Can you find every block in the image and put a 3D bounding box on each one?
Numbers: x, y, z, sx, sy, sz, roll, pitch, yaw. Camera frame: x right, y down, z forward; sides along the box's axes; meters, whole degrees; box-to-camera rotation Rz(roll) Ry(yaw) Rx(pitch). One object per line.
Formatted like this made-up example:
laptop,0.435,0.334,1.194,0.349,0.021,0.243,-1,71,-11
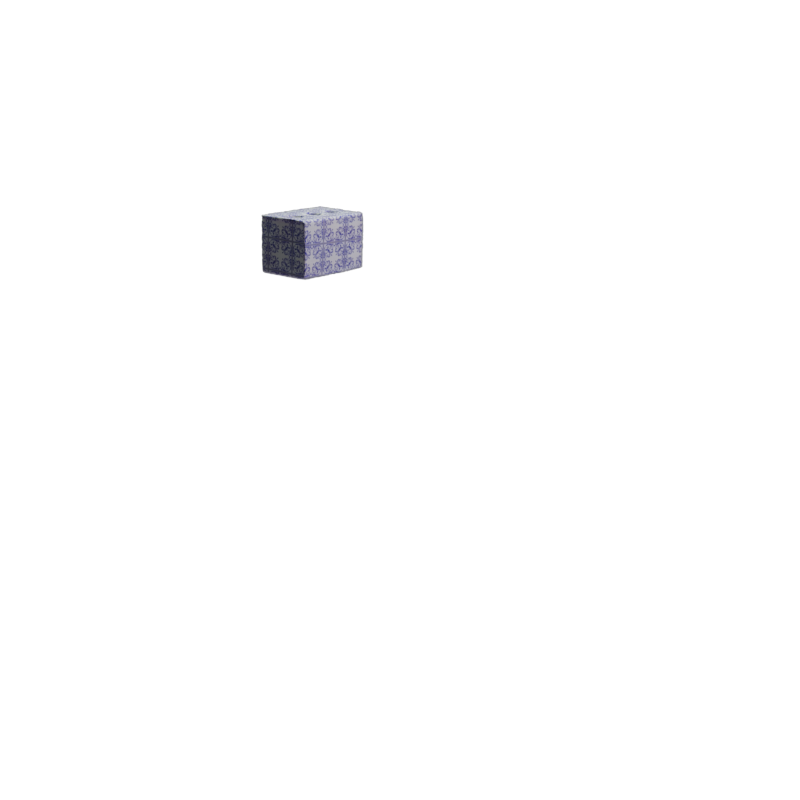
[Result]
block,-0.076,-0.138,0.966,0.055,0.050,0.076,11,19,38
